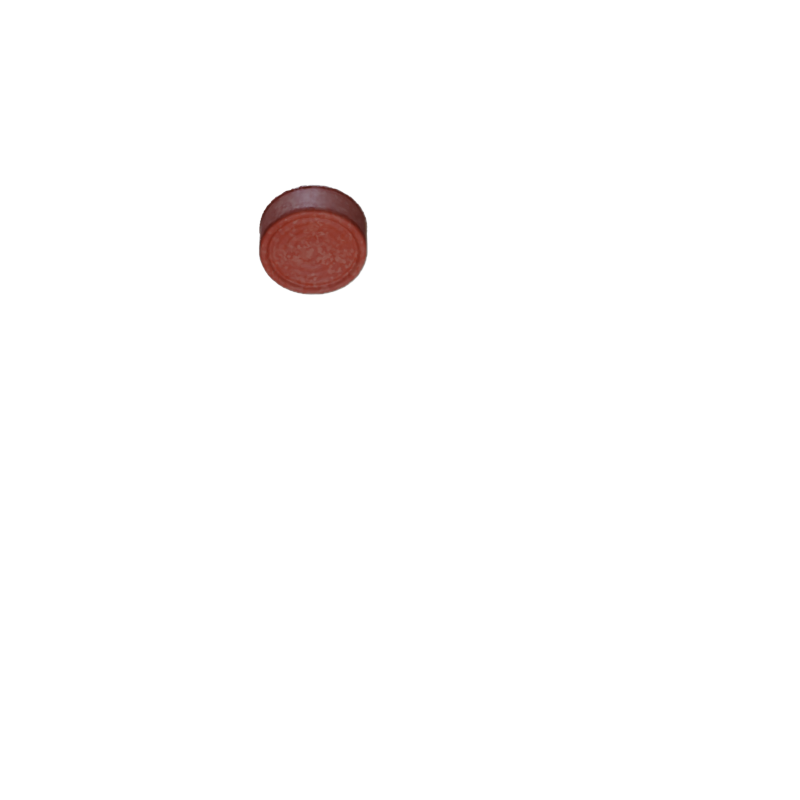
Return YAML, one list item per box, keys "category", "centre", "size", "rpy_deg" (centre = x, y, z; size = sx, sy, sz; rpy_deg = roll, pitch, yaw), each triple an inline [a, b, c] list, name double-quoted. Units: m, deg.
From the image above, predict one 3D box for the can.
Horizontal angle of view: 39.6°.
- category: "can"
  centre: [-0.068, -0.124, 0.865]
  size: [0.086, 0.080, 0.036]
  rpy_deg: [1, 41, -1]
